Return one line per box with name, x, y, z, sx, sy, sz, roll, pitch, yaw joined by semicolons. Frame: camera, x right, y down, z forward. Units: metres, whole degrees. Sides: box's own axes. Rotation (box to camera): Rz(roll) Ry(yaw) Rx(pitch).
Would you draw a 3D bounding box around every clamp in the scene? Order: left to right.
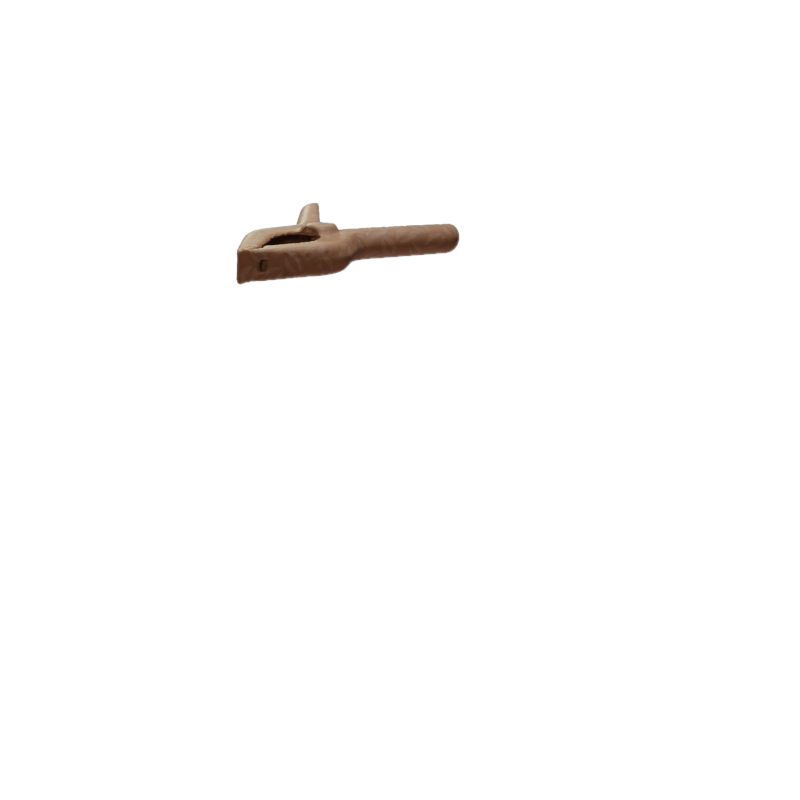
clamp;-0.074;-0.135;0.943;0.174;0.035;0.206;16;26;38
